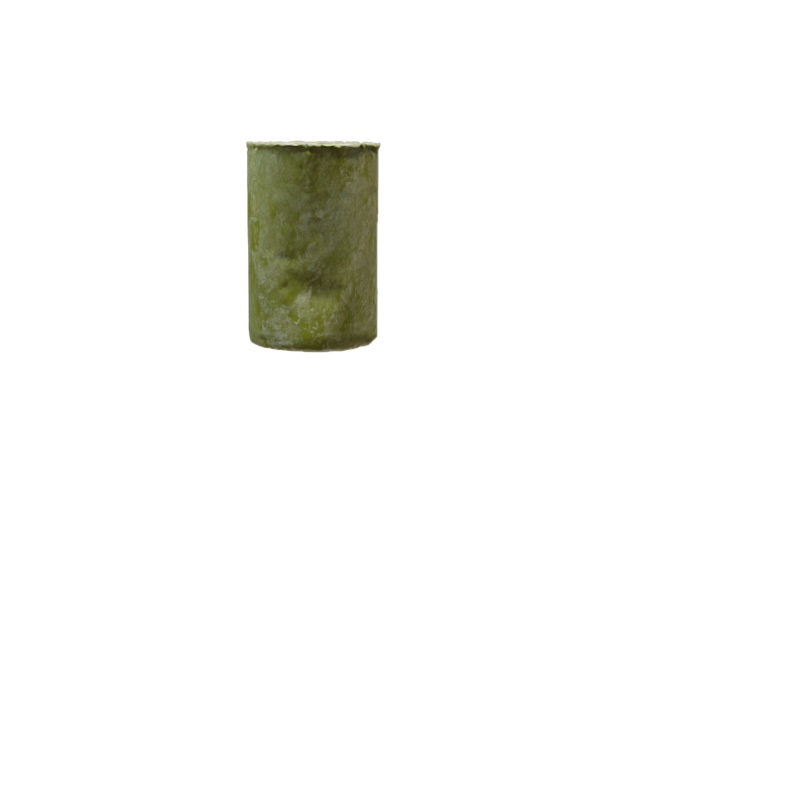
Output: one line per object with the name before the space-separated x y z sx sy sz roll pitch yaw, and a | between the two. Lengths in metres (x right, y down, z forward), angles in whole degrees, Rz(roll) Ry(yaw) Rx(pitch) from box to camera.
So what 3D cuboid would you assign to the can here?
can | -0.044 -0.081 0.565 0.068 0.100 0.070 0 8 -2
